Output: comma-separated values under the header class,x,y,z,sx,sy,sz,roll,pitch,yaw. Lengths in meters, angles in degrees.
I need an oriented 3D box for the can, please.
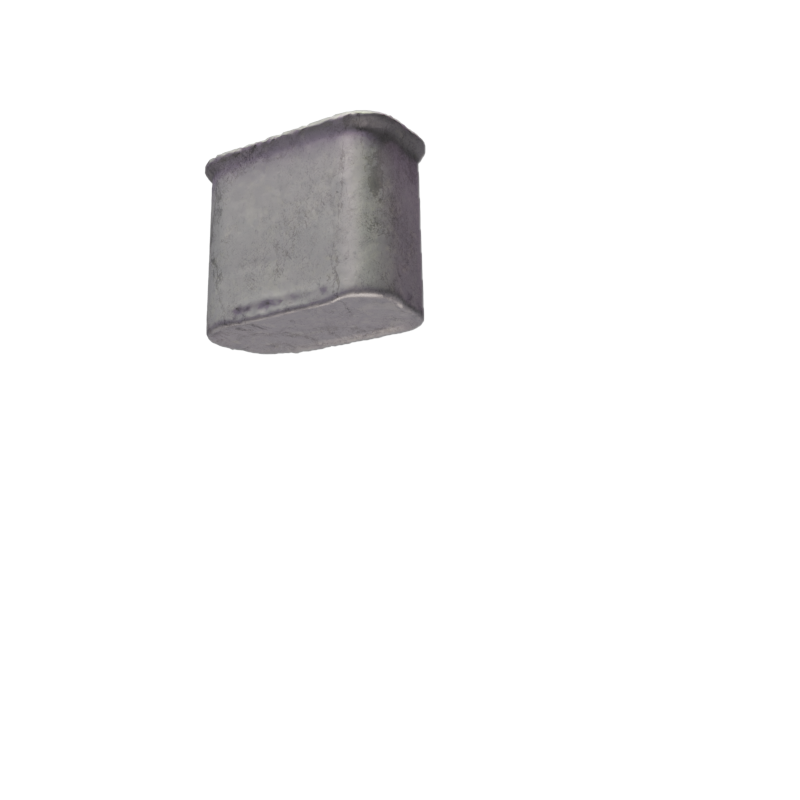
class,x,y,z,sx,sy,sz,roll,pitch,yaw
can,-0.039,-0.070,0.493,0.104,0.088,0.054,-12,-22,31
